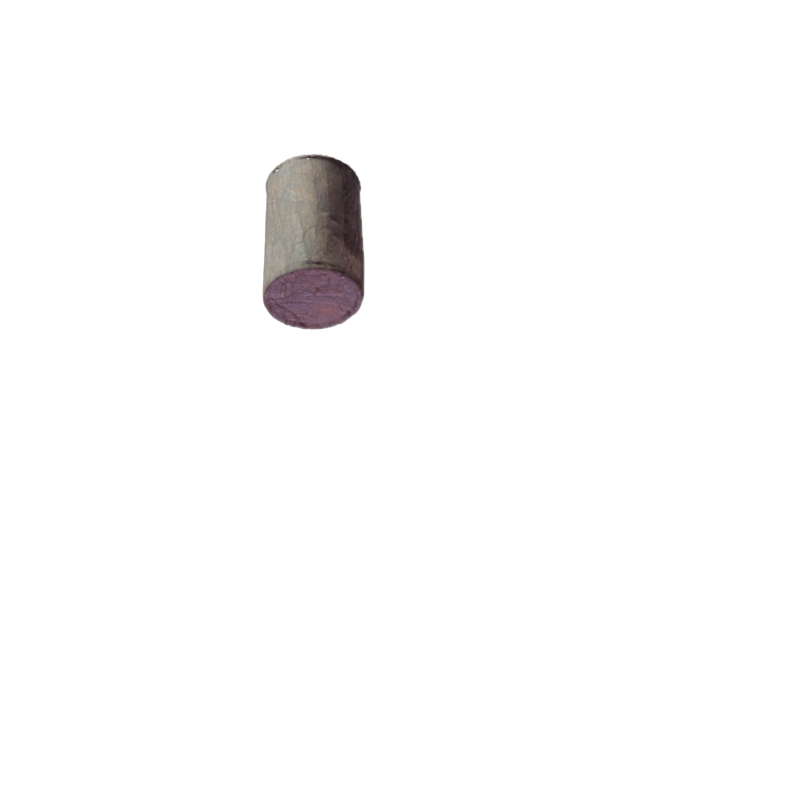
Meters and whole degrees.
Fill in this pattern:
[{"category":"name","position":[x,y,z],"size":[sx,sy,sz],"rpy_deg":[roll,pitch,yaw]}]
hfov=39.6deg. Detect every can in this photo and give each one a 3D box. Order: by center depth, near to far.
[{"category":"can","position":[-0.059,-0.108,0.756],"size":[0.068,0.110,0.064],"rpy_deg":[-1,-37,-3]}]
